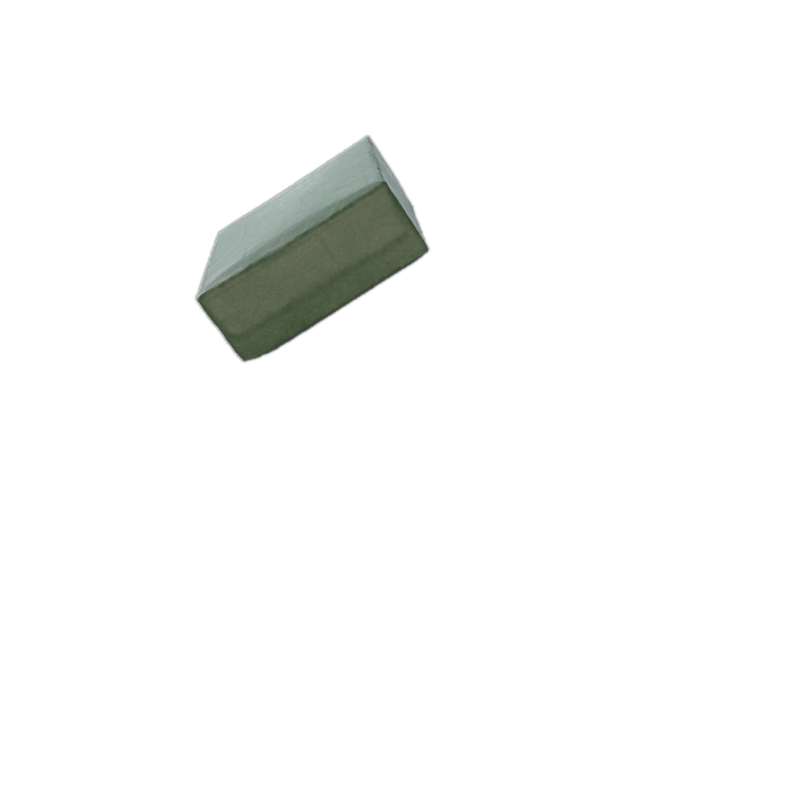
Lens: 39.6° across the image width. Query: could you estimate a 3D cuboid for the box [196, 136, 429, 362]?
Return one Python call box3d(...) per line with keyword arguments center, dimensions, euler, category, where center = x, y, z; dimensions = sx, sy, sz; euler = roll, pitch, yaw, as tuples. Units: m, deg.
box3d(center=(-0.070, -0.128, 0.898), dimensions=(0.164, 0.069, 0.223), euler=(-31, 19, 7), category="box")
